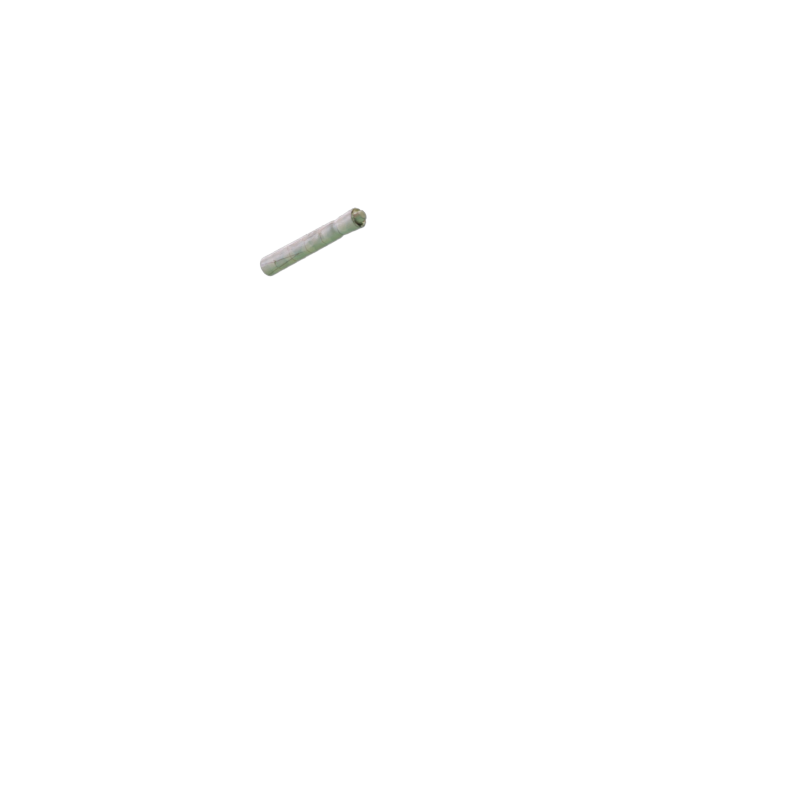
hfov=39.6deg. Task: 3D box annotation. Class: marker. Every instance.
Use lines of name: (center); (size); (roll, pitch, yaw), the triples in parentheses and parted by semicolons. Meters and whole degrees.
marker: (-0.076, -0.139, 0.974); (0.121, 0.020, 0.019); (-22, -11, 37)
